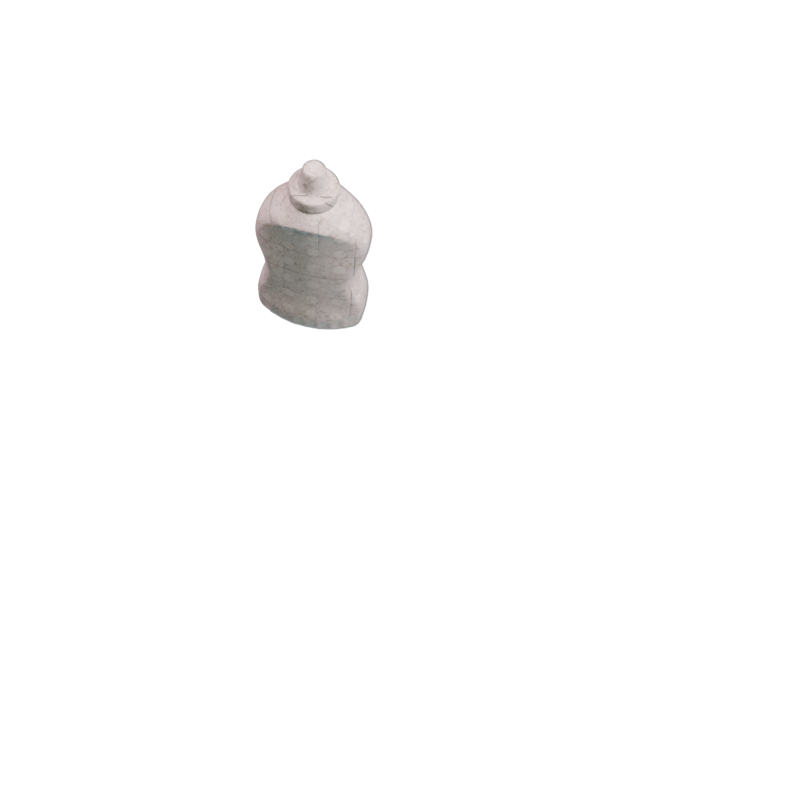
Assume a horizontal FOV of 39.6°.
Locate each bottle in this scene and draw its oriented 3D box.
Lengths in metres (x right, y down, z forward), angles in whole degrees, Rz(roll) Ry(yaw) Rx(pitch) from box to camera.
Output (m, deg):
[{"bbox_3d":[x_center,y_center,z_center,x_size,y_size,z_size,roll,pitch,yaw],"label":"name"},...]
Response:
[{"bbox_3d":[-0.072,-0.133,0.926,0.097,0.061,0.180,16,-30,6],"label":"bottle"}]
